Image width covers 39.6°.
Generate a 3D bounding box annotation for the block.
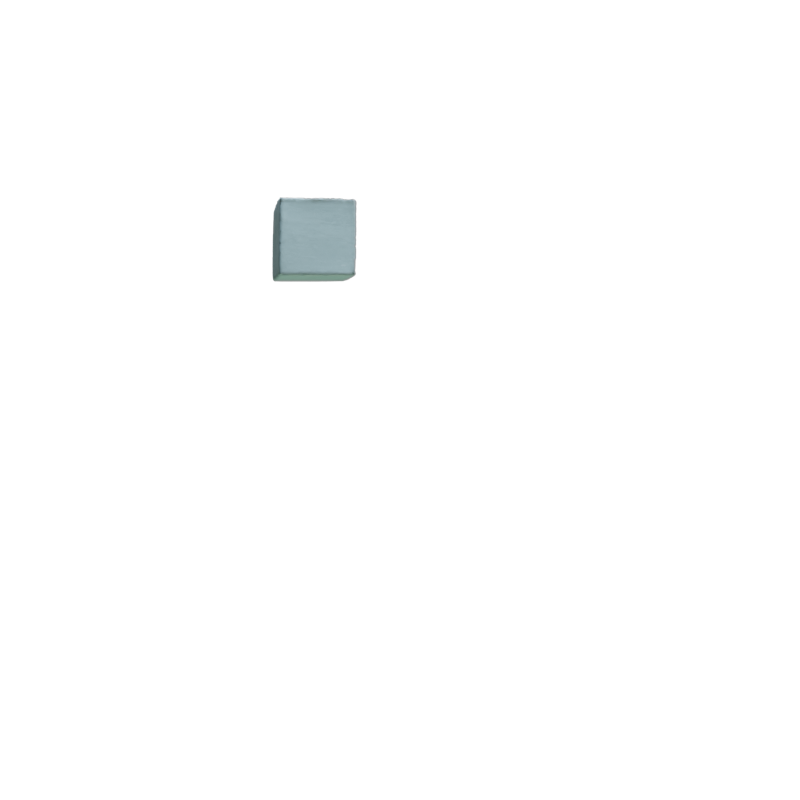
[{"bbox_3d":[-0.059,-0.108,0.759,0.052,0.052,0.078,0,0,-9],"label":"block"}]
